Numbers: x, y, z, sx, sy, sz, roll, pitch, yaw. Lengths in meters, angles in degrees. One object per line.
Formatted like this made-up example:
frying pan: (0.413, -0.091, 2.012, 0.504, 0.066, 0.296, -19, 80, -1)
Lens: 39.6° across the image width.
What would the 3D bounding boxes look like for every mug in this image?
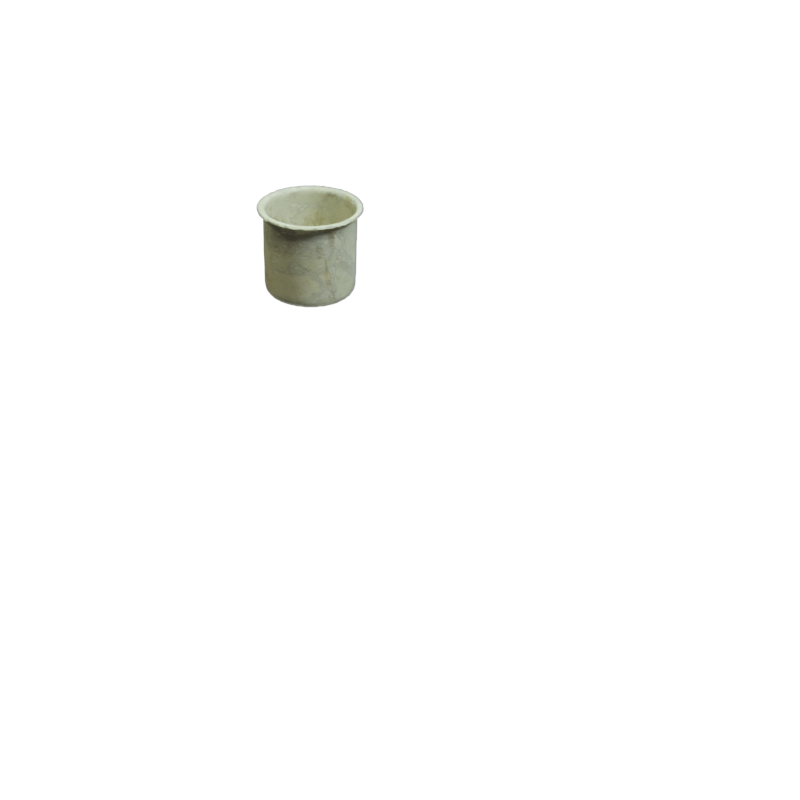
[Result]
mug: (-0.077, -0.141, 0.989, 0.095, 0.077, 0.122, 6, 31, 8)
